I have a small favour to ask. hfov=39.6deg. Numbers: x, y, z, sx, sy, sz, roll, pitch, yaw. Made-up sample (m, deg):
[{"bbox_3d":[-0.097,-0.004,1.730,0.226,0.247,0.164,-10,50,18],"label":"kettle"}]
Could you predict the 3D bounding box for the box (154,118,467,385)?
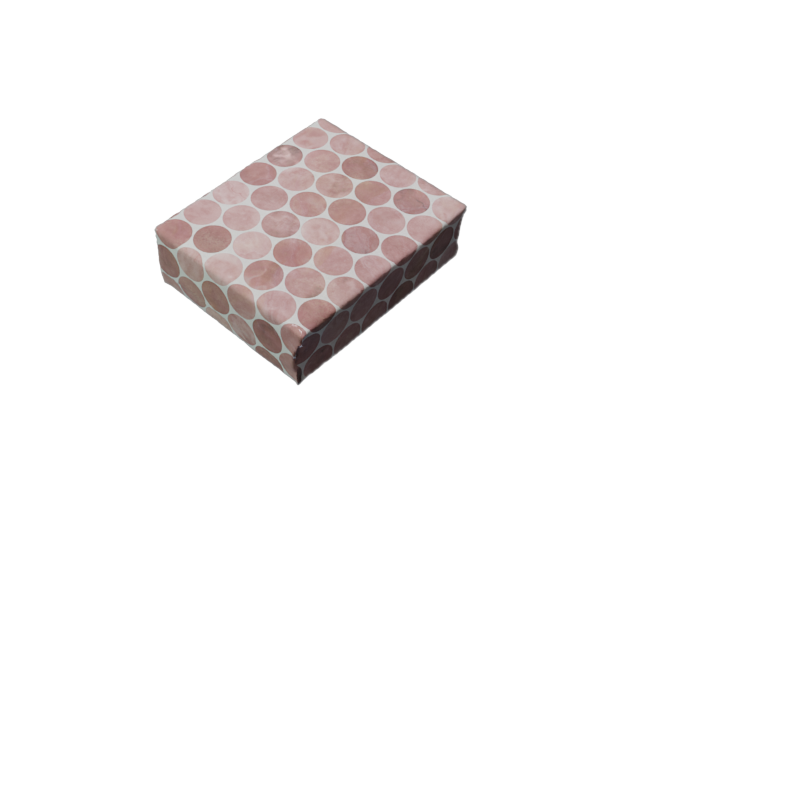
[{"bbox_3d":[-0.039,-0.072,0.502,0.095,0.036,0.115,33,57,25],"label":"box"}]
